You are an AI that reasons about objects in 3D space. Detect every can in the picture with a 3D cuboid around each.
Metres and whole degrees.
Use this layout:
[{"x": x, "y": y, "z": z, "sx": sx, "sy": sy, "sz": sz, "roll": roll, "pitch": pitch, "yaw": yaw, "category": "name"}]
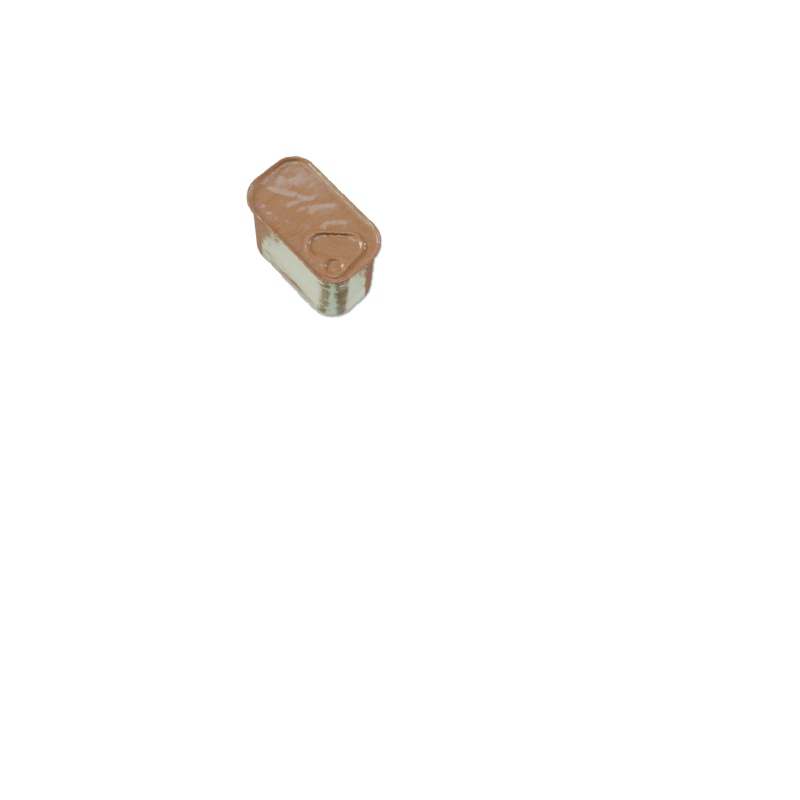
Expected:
[{"x": -0.064, "y": -0.116, "z": 0.815, "sx": 0.058, "sy": 0.106, "sz": 0.080, "roll": -40, "pitch": -14, "yaw": -15, "category": "can"}]
